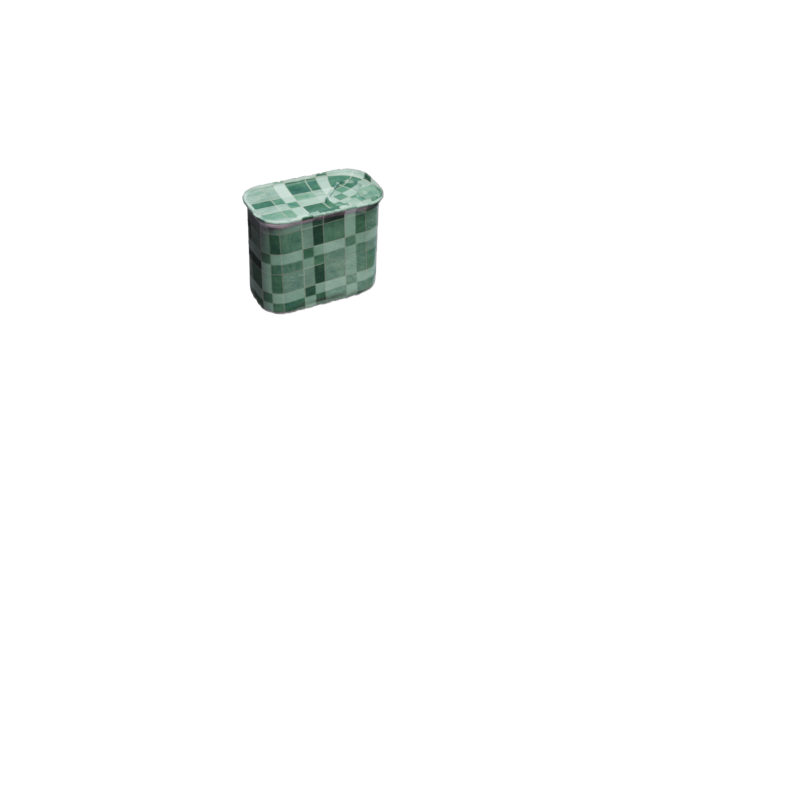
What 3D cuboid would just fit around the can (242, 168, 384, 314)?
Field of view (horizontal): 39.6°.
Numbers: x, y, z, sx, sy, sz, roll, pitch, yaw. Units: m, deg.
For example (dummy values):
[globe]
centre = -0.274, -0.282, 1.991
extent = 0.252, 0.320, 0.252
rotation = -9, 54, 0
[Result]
[can]
centre = -0.065, -0.120, 0.837
extent = 0.100, 0.078, 0.062
rotation = -15, 39, -21
